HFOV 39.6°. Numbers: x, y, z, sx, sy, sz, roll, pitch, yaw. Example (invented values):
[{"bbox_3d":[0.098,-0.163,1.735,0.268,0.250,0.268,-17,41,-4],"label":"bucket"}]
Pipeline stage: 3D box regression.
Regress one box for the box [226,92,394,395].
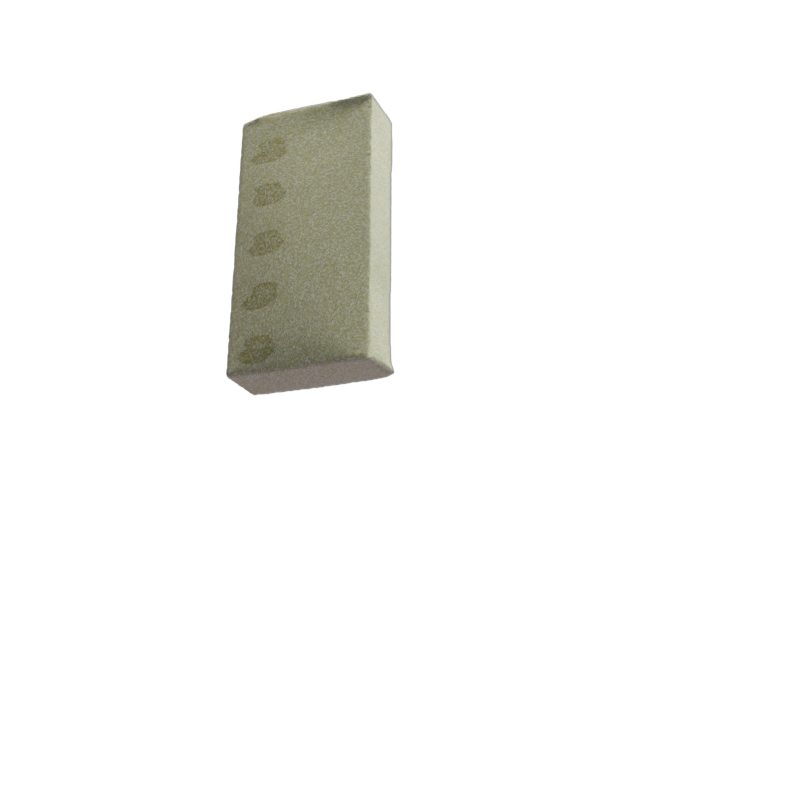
[{"bbox_3d":[-0.053,-0.097,0.677,0.095,0.186,0.045,-10,-24,20],"label":"box"}]
